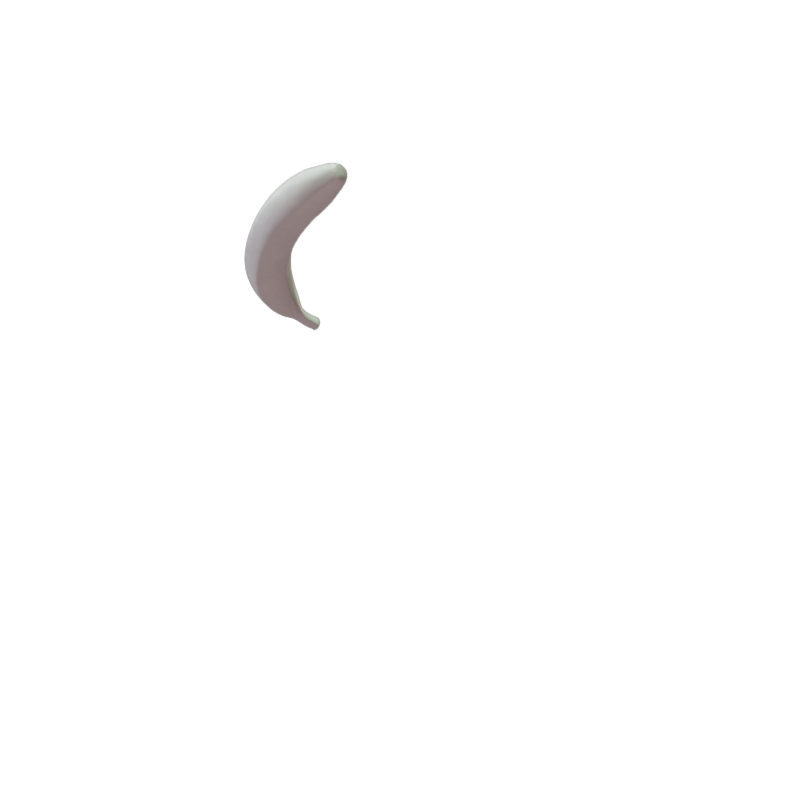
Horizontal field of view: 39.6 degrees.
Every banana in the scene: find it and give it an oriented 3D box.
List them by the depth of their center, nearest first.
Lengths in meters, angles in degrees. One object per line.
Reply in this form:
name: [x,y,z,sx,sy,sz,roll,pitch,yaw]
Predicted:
banana: [-0.087,-0.124,0.878,0.069,0.039,0.187,5,-33,-8]
